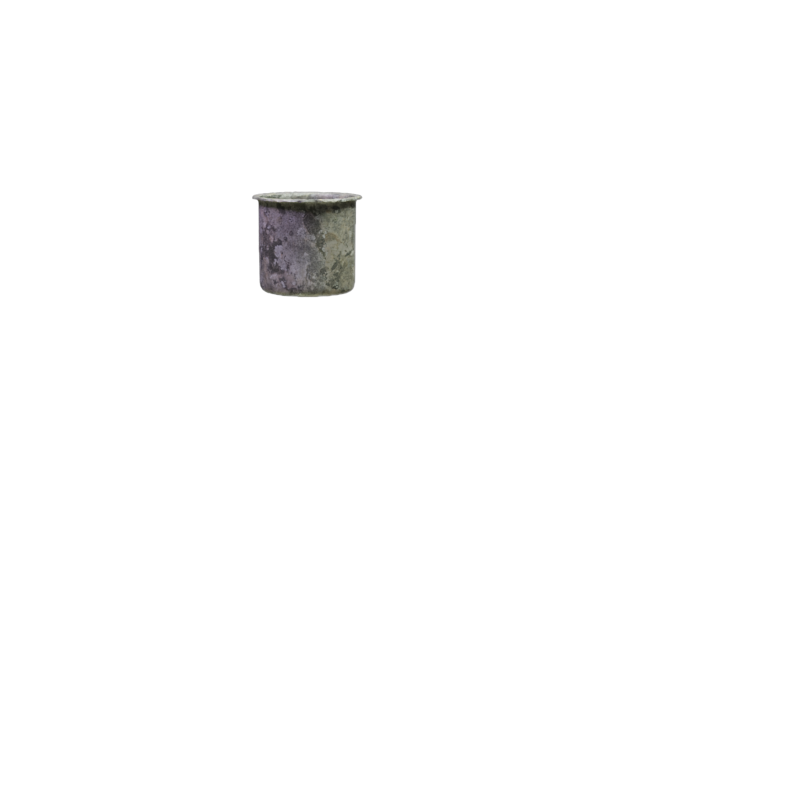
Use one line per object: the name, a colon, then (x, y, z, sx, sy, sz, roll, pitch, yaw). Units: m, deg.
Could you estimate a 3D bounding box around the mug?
mug: (-0.074, -0.135, 0.948, 0.096, 0.080, 0.116, 5, 13, 22)
